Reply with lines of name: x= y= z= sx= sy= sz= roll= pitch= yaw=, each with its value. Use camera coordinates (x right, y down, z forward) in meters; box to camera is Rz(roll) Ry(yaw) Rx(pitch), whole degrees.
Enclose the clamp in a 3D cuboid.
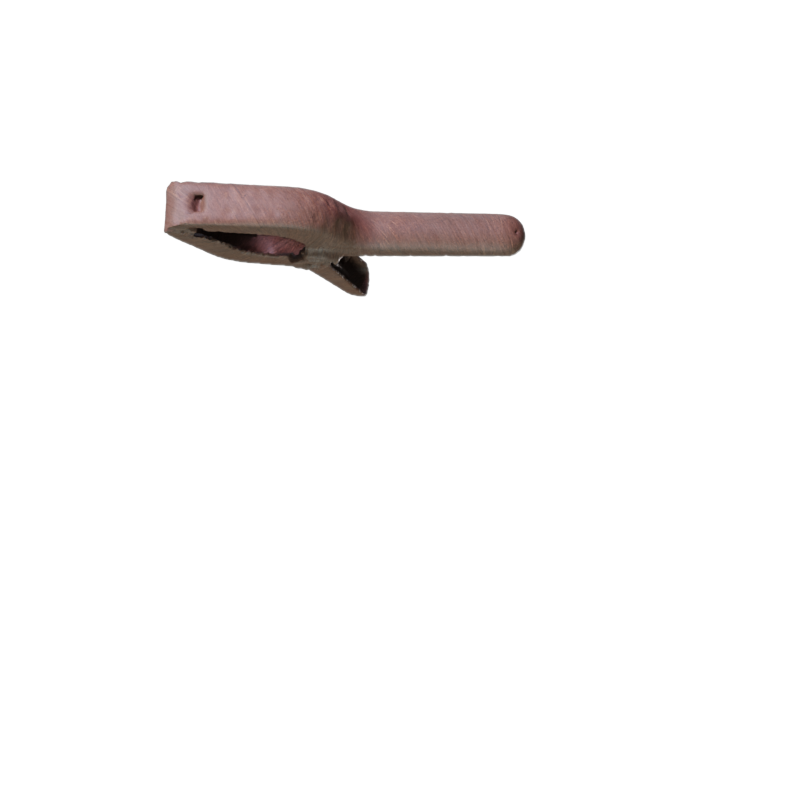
clamp: x=-0.054 y=-0.098 z=0.685 sx=0.202 sy=0.037 sz=0.166 roll=5 pitch=-10 yaw=-30
